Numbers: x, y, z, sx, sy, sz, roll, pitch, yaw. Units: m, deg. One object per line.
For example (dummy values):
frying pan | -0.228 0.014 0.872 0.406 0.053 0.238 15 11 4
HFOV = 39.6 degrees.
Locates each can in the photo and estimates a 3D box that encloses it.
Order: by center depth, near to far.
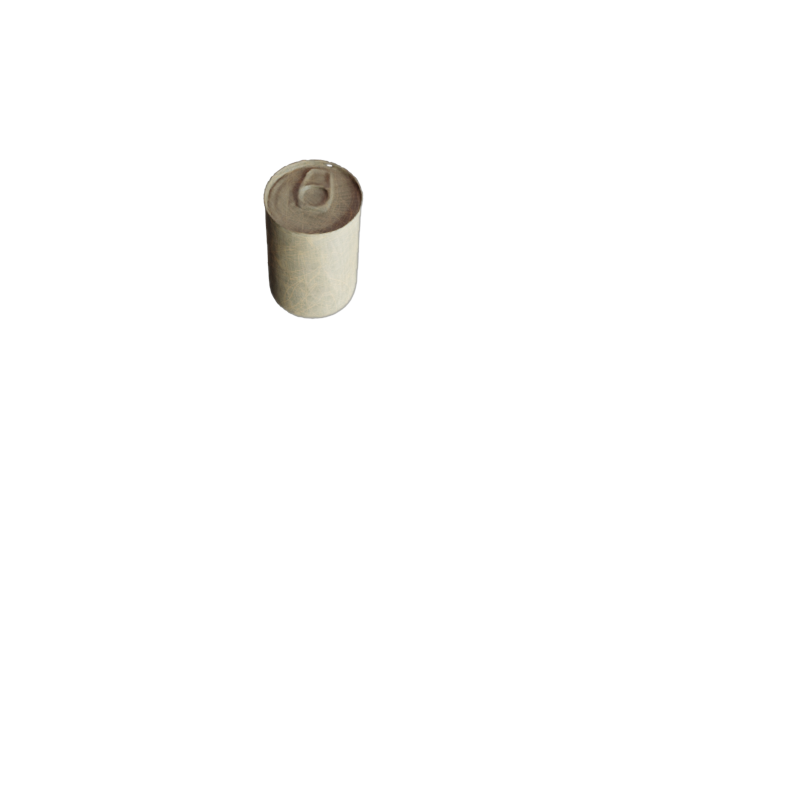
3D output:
can | -0.062 -0.113 0.791 0.068 0.073 0.096 0 -33 -3
